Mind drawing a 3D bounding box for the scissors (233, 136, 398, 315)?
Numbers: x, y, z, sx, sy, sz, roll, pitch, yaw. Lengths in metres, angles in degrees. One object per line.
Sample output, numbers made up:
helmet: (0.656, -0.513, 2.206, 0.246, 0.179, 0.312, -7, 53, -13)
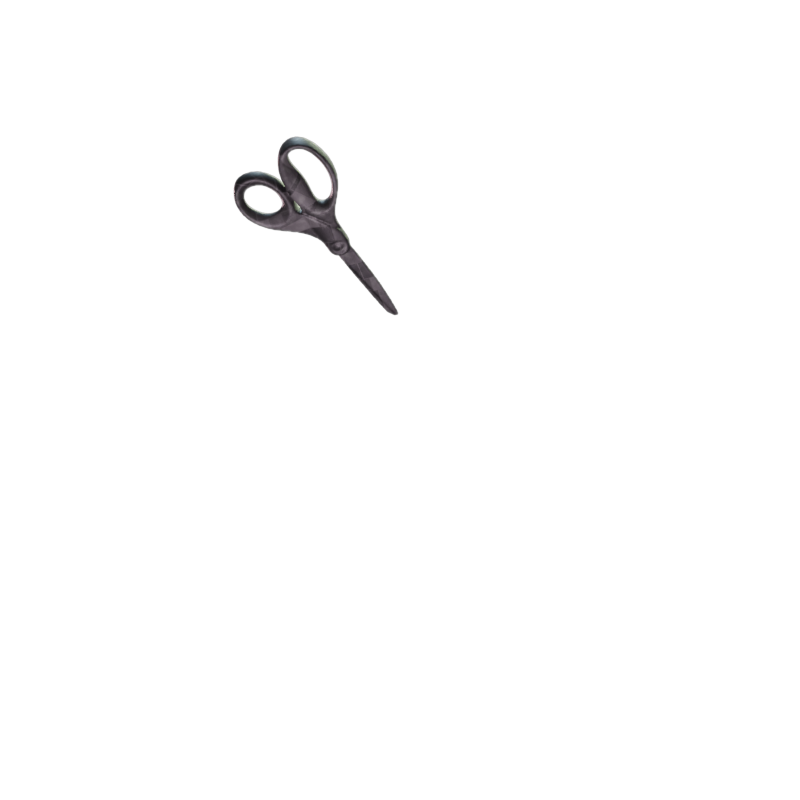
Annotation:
scissors: (-0.074, -0.134, 0.942, 0.097, 0.187, 0.017, -13, 39, 10)
